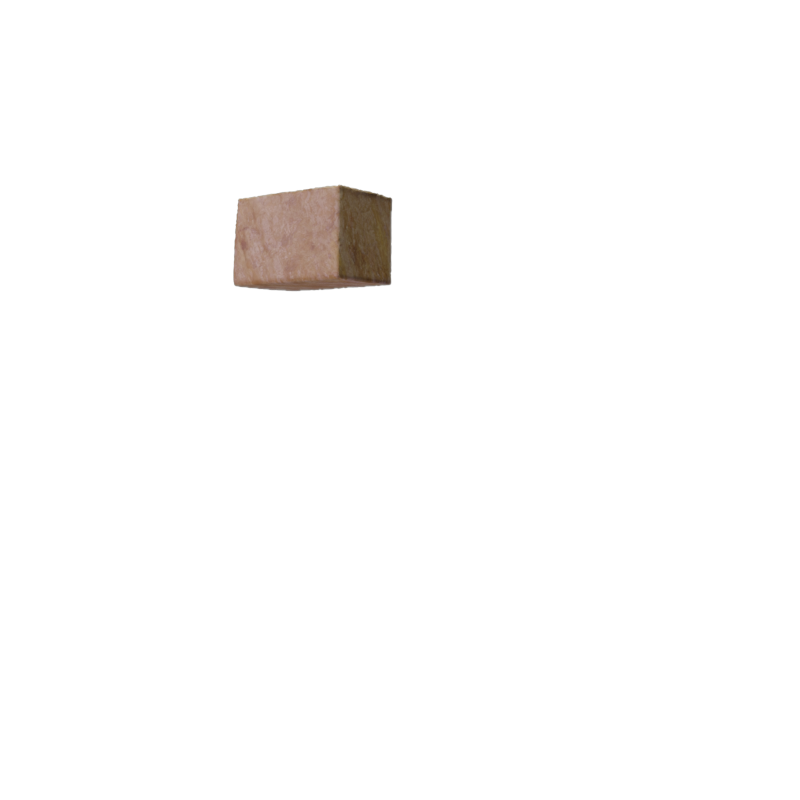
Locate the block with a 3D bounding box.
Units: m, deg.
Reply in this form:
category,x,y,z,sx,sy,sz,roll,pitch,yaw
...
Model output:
category,x,y,z,sx,sy,sz,roll,pitch,yaw
block,-0.050,-0.091,0.636,0.081,0.052,0.050,-1,-3,36
